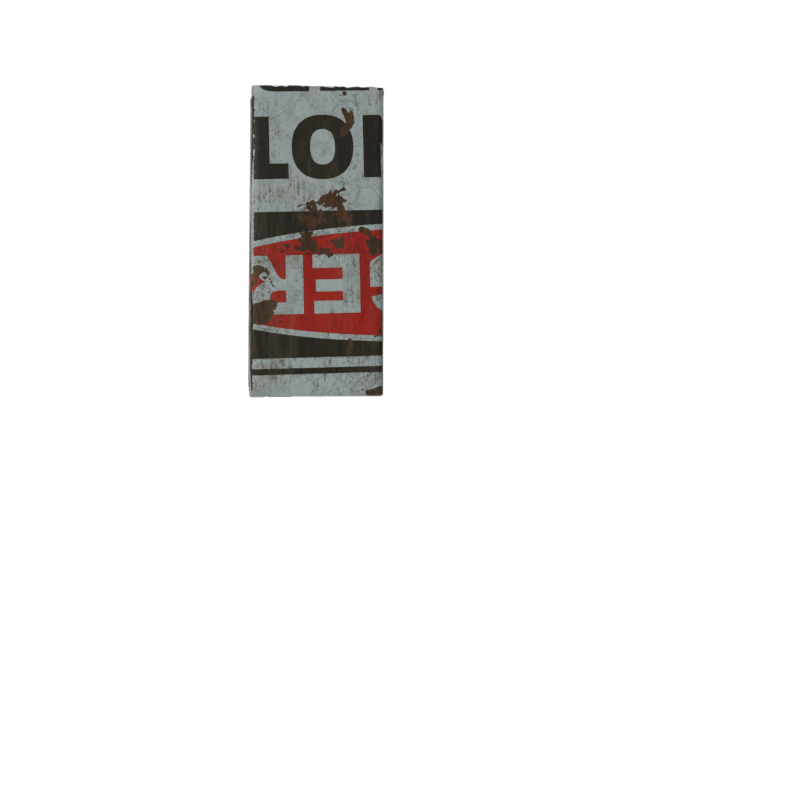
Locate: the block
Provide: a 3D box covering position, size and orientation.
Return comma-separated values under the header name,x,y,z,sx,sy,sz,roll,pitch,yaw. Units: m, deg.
name,x,y,z,sx,sy,sz,roll,pitch,yaw
block,-0.060,-0.111,0.775,0.090,0.207,0.091,0,0,-6
